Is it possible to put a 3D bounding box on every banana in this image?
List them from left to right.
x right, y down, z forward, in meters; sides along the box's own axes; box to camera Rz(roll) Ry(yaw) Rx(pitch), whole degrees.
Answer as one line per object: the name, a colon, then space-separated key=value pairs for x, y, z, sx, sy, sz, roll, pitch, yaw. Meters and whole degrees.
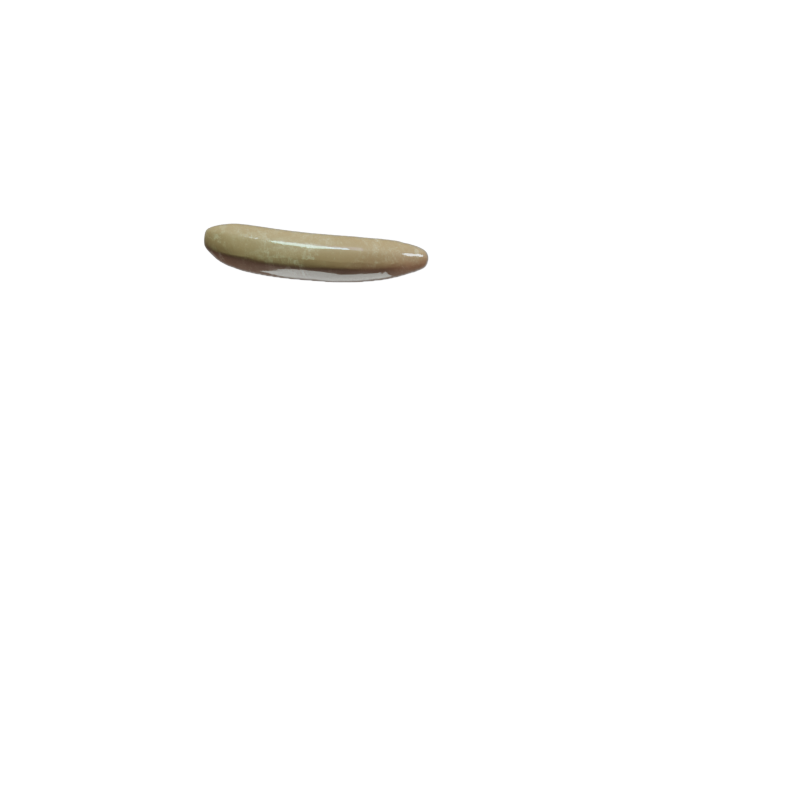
banana: x=-0.080 y=-0.121 z=0.890 sx=0.204 sy=0.035 sz=0.071 roll=11 pitch=29 yaw=19
